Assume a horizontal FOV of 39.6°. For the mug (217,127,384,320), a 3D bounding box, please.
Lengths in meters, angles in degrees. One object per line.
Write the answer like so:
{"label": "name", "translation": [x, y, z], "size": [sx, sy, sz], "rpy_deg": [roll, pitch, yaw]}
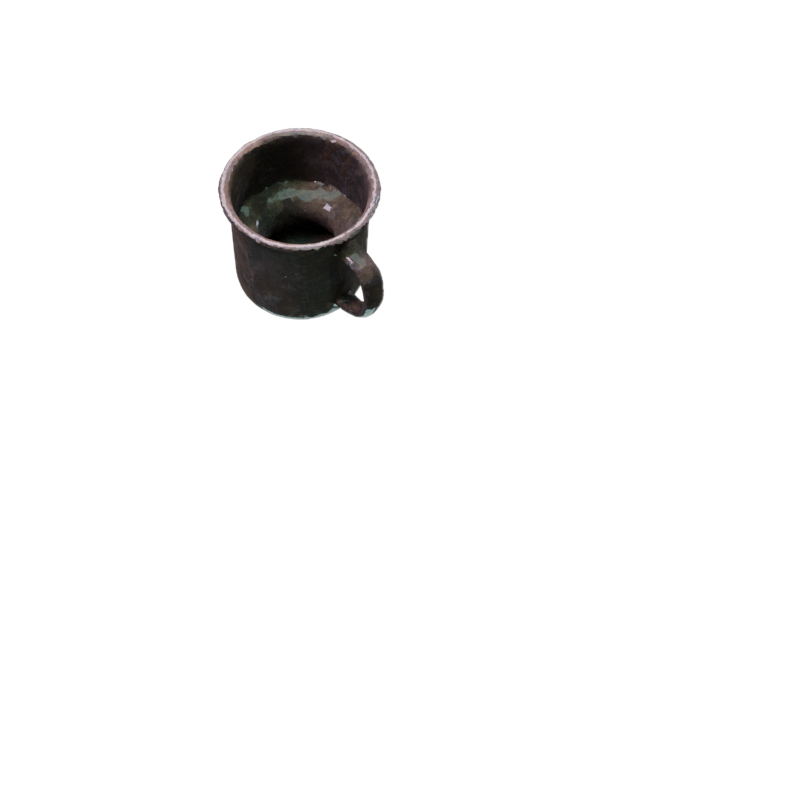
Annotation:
{"label": "mug", "translation": [-0.052, -0.094, 0.660], "size": [0.094, 0.124, 0.076], "rpy_deg": [-37, -26, -23]}
